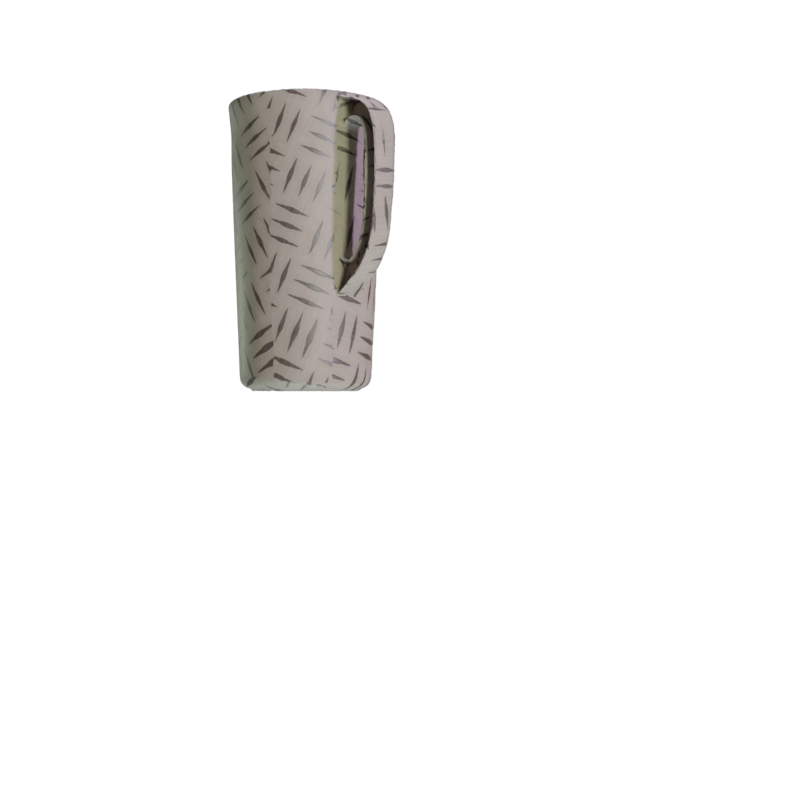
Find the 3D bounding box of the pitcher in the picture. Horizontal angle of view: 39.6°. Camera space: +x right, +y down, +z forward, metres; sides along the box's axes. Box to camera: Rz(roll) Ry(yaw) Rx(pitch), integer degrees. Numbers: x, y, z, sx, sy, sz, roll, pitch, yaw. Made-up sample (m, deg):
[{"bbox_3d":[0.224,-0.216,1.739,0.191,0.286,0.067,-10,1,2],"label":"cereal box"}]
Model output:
[{"bbox_3d":[-0.071,-0.130,0.909,0.146,0.247,0.146,-1,-5,6],"label":"pitcher"}]
